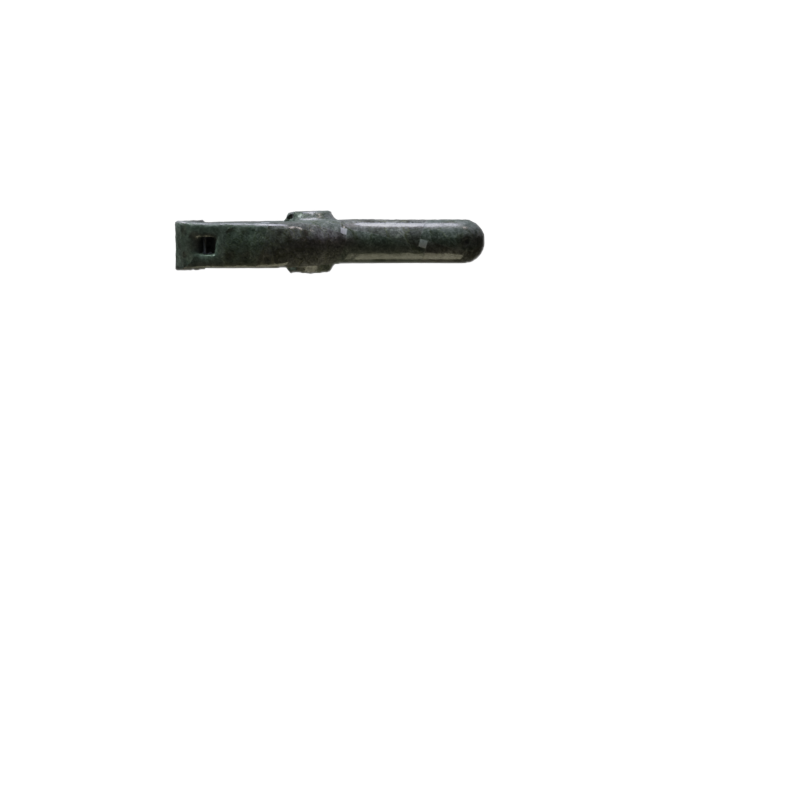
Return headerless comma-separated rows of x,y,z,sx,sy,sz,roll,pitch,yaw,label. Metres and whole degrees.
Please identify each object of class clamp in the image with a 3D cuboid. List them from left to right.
-0.051,-0.093,0.650,0.168,0.039,0.122,-1,3,-18,clamp
